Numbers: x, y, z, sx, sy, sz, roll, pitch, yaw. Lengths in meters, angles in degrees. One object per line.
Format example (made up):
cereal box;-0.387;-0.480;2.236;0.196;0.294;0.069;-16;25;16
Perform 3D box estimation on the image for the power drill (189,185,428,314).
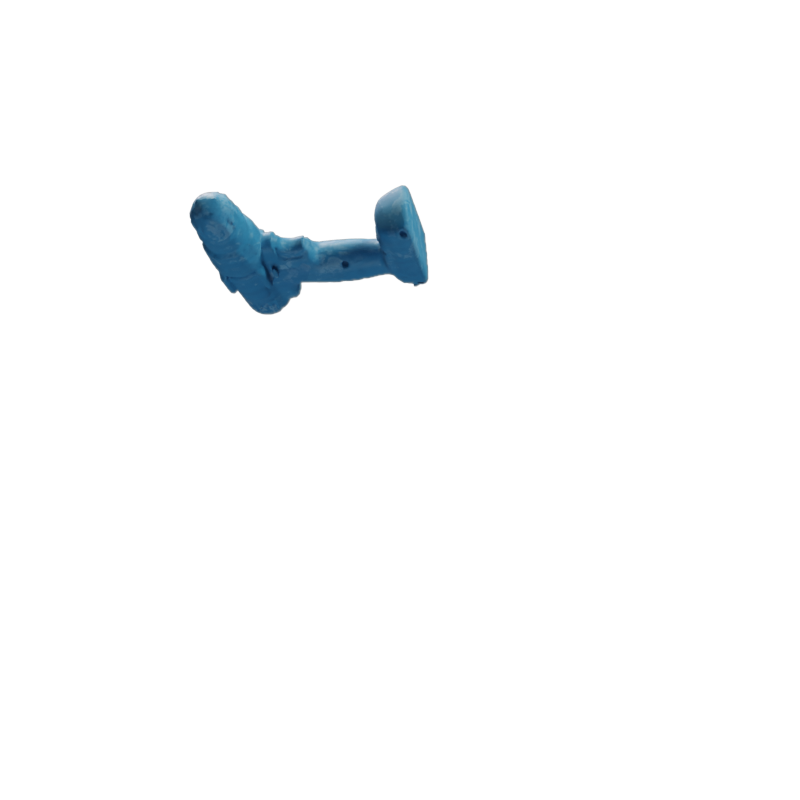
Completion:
power drill;-0.077;-0.140;0.983;0.190;0.061;0.172;-5;-22;13
